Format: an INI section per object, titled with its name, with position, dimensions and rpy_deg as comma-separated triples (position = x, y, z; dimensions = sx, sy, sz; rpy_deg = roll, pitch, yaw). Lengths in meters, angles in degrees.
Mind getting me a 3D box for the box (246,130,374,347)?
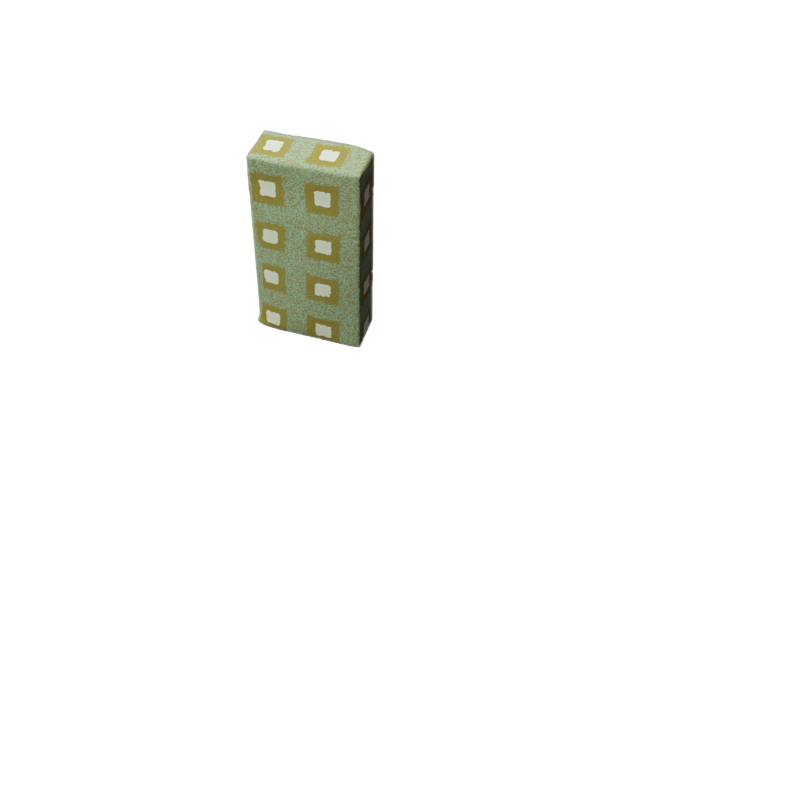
[box]
position = -0.069, -0.127, 0.887
dimensions = 0.096, 0.164, 0.050
rpy_deg = 14, 42, 13
